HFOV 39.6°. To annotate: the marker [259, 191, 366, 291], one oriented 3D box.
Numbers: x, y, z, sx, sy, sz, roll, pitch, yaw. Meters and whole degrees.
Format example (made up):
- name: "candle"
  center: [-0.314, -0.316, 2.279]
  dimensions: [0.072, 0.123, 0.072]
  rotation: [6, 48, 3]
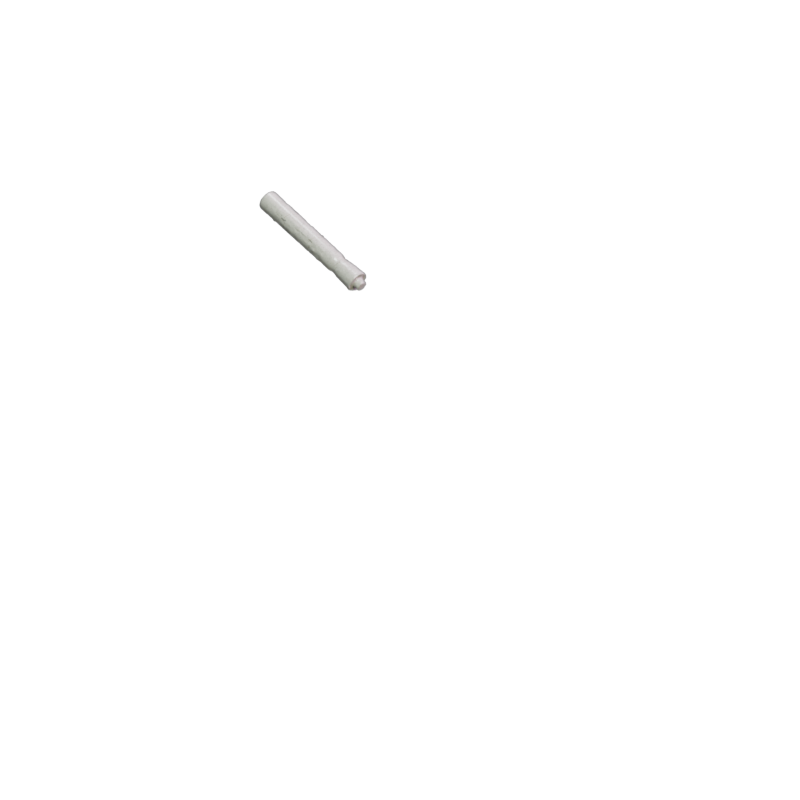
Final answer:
- name: "marker"
  center: [-0.072, -0.131, 0.915]
  dimensions: [0.129, 0.019, 0.019]
  rotation: [44, 26, 27]
